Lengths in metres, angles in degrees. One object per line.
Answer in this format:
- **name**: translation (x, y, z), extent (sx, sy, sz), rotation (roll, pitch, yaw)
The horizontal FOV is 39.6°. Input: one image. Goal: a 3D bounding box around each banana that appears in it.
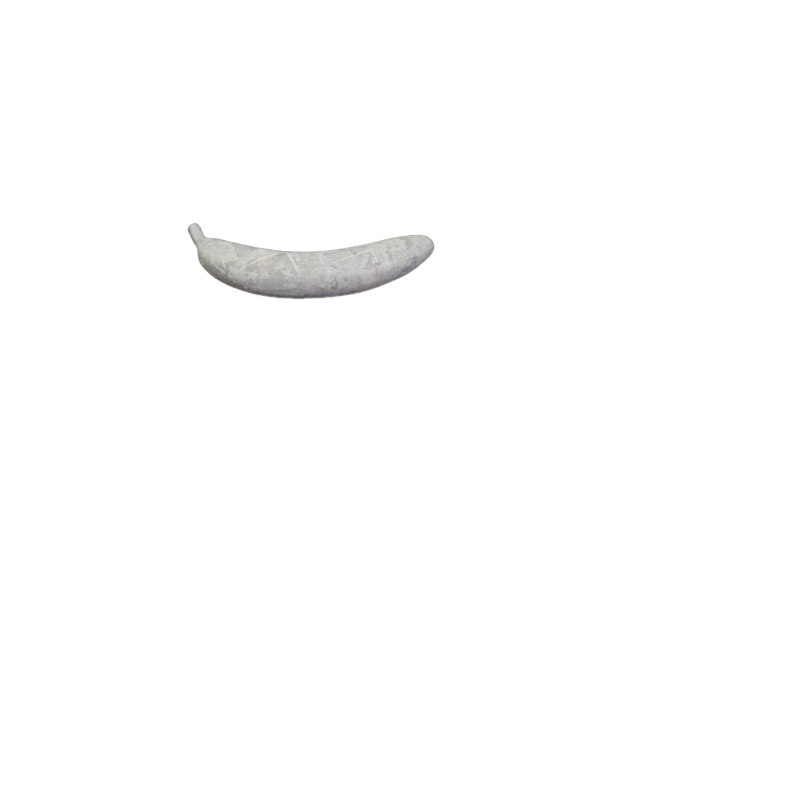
- **banana**: translation (-0.073, -0.108, 0.861), extent (0.199, 0.074, 0.034), rotation (5, -32, 3)
